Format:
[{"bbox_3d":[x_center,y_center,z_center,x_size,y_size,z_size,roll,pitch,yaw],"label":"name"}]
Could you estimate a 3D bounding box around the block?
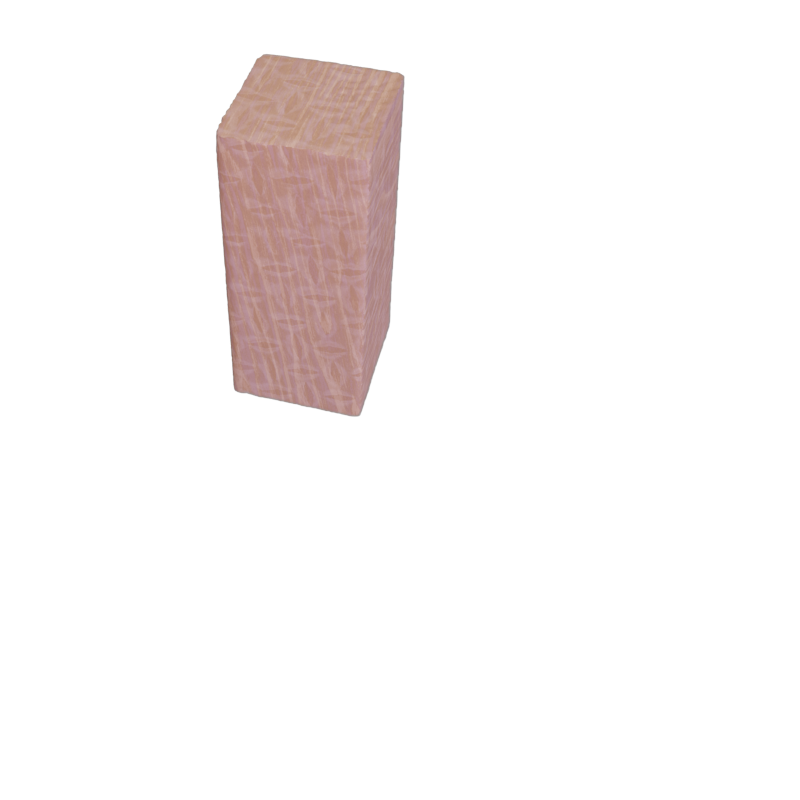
[{"bbox_3d":[-0.054,-0.098,0.687,0.092,0.192,0.096,11,46,8],"label":"block"}]
